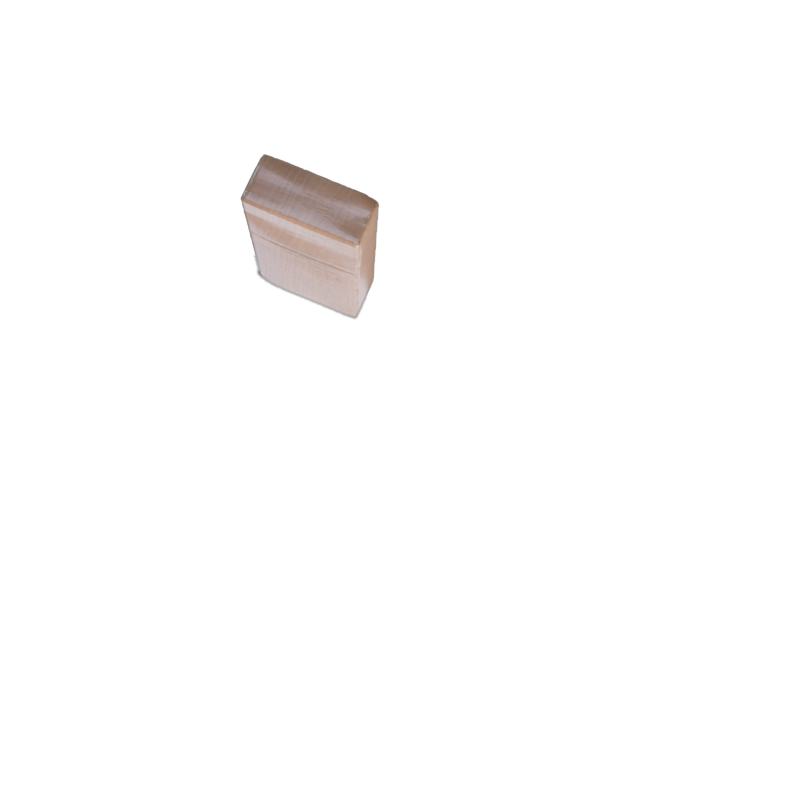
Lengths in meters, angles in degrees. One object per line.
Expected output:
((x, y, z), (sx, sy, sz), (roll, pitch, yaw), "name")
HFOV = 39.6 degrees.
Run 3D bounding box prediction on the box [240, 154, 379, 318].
((-0.066, -0.121, 0.849), (0.095, 0.049, 0.169), (24, -15, 4), "box")
